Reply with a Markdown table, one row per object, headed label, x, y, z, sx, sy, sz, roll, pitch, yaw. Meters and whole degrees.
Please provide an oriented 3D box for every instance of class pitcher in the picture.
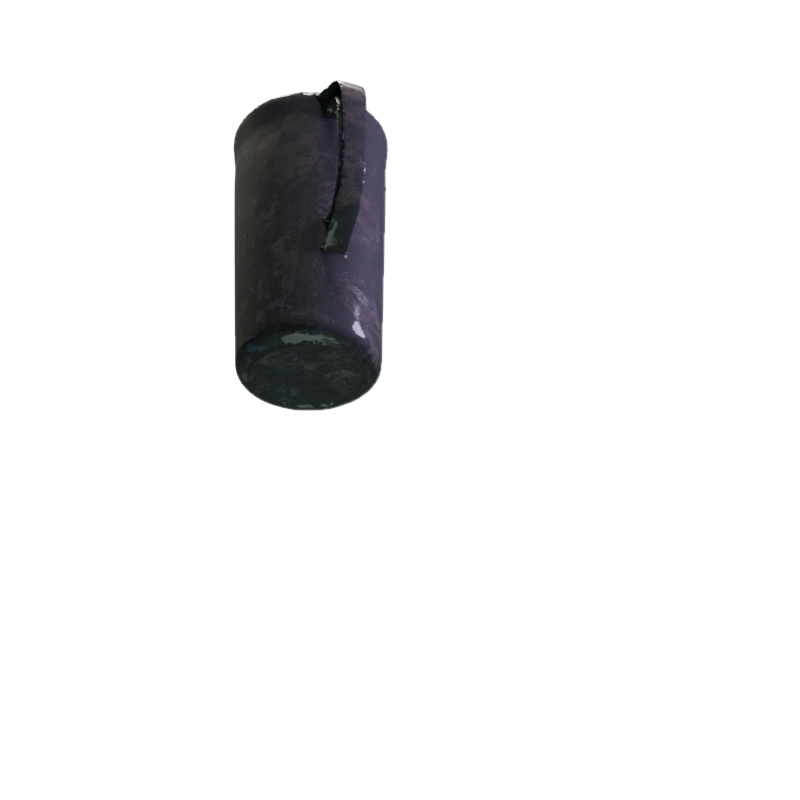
| label | x | y | z | sx | sy | sz | roll | pitch | yaw |
| --- | --- | --- | --- | --- | --- | --- | --- | --- | --- |
| pitcher | -0.068 | -0.125 | 0.874 | 0.146 | 0.261 | 0.137 | -16 | -39 | 17 |
